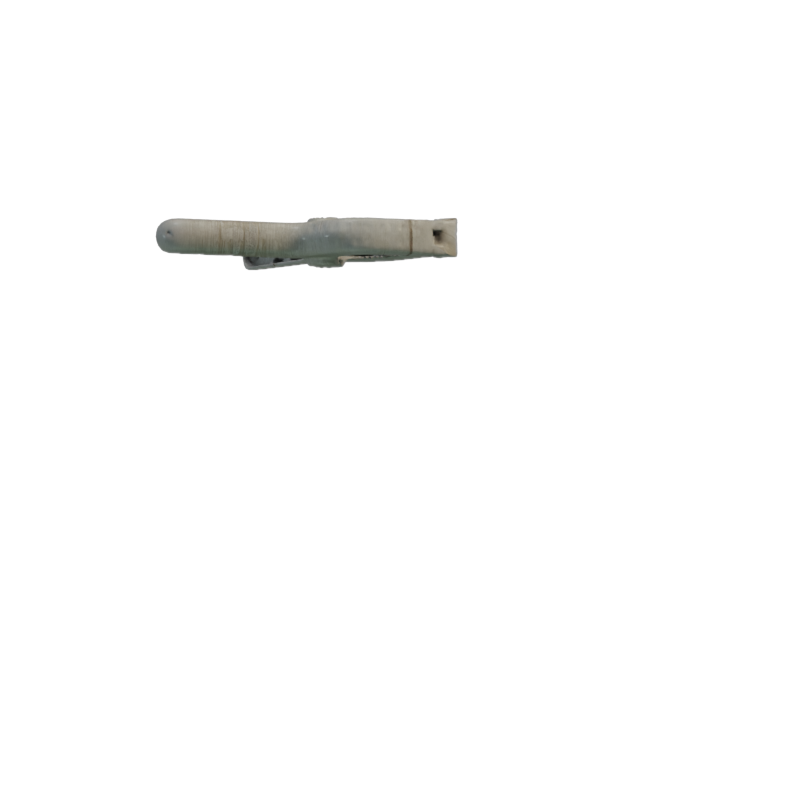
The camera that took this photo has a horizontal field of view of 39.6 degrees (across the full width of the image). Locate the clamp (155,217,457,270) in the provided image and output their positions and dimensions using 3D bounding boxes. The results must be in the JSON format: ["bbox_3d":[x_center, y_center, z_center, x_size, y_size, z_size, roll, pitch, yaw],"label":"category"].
[{"bbox_3d":[-0.064,-0.117,0.822,0.216,0.037,0.159,1,2,25],"label":"clamp"}]
